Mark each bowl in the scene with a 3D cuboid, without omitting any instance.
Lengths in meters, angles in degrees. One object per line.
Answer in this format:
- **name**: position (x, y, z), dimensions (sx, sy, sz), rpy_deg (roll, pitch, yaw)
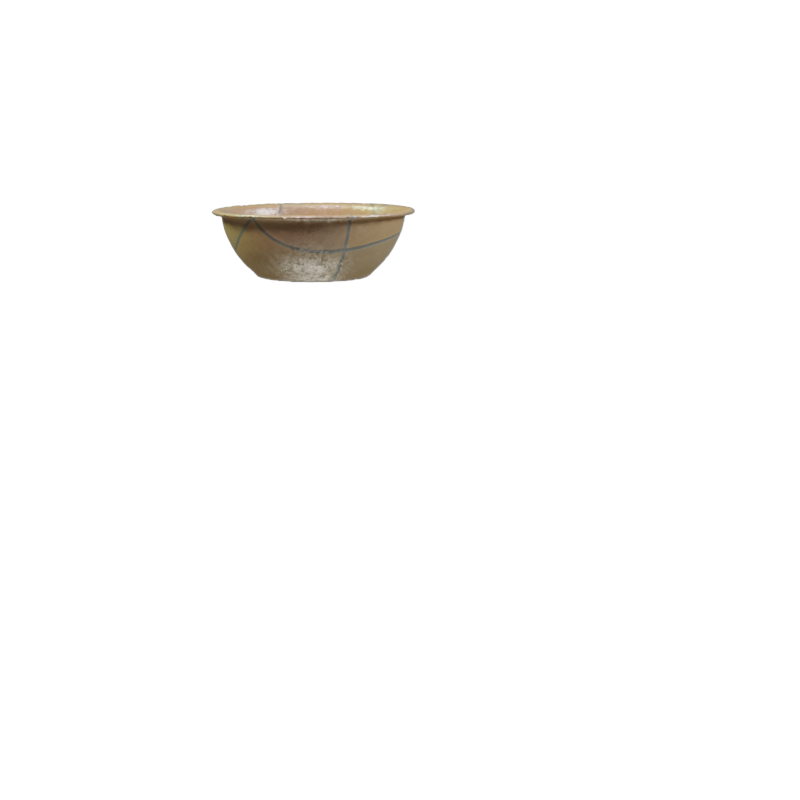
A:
- **bowl**: position (-0.070, -0.127, 0.890), dimensions (0.162, 0.054, 0.166), rpy_deg (0, 12, -2)
